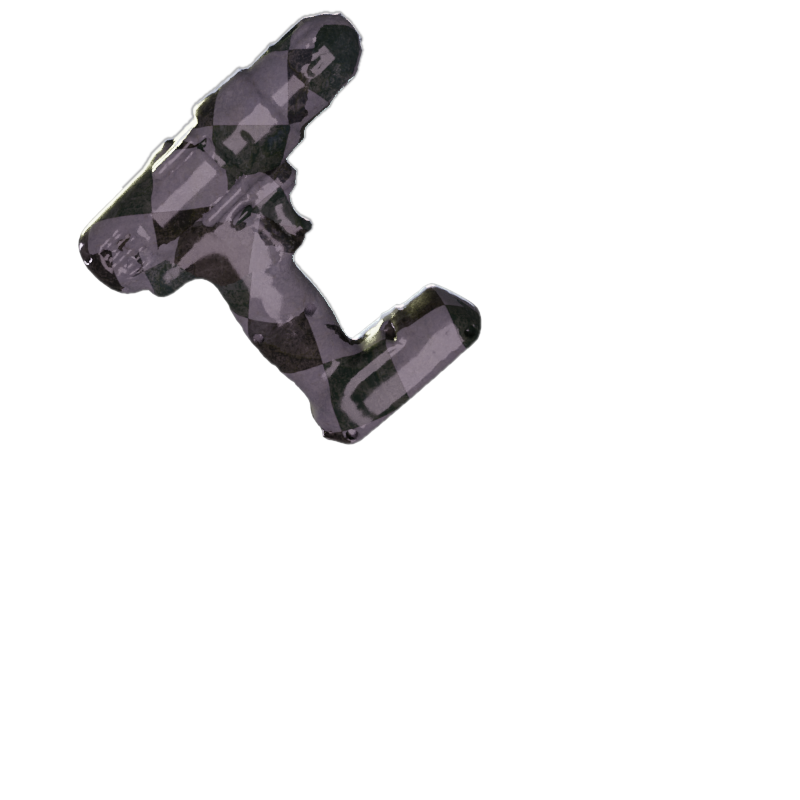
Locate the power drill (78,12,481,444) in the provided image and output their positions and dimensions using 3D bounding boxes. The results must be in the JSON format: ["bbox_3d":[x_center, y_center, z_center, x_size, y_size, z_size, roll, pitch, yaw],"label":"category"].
[{"bbox_3d":[-0.046,-0.083,0.583,0.183,0.182,0.060,-42,13,12],"label":"power drill"}]
